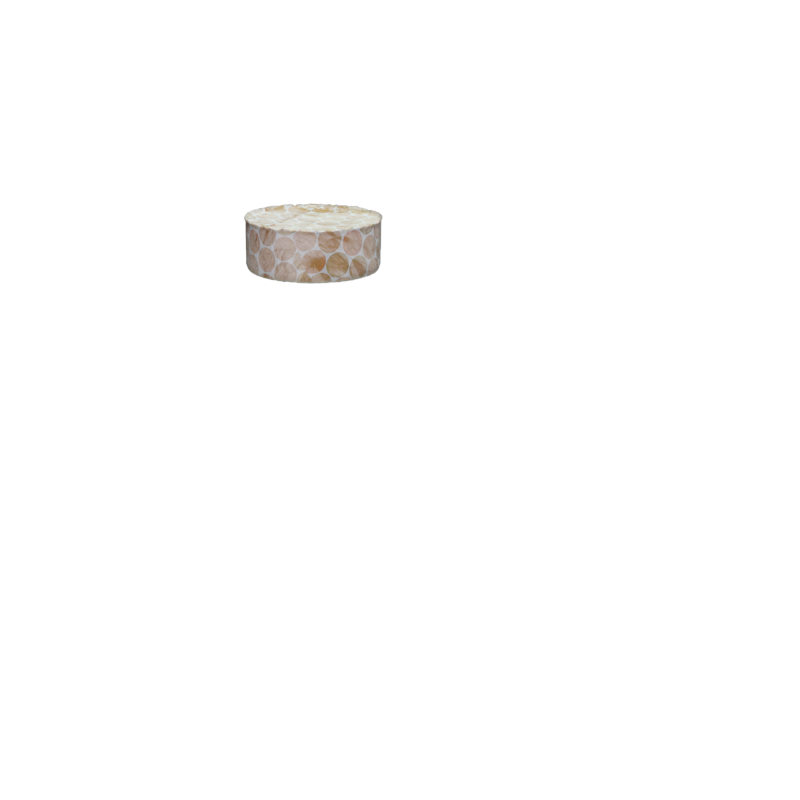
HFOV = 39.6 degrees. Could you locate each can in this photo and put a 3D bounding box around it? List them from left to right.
[{"bbox_3d":[-0.054,-0.099,0.691,0.086,0.032,0.089,-1,19,-2],"label":"can"}]
